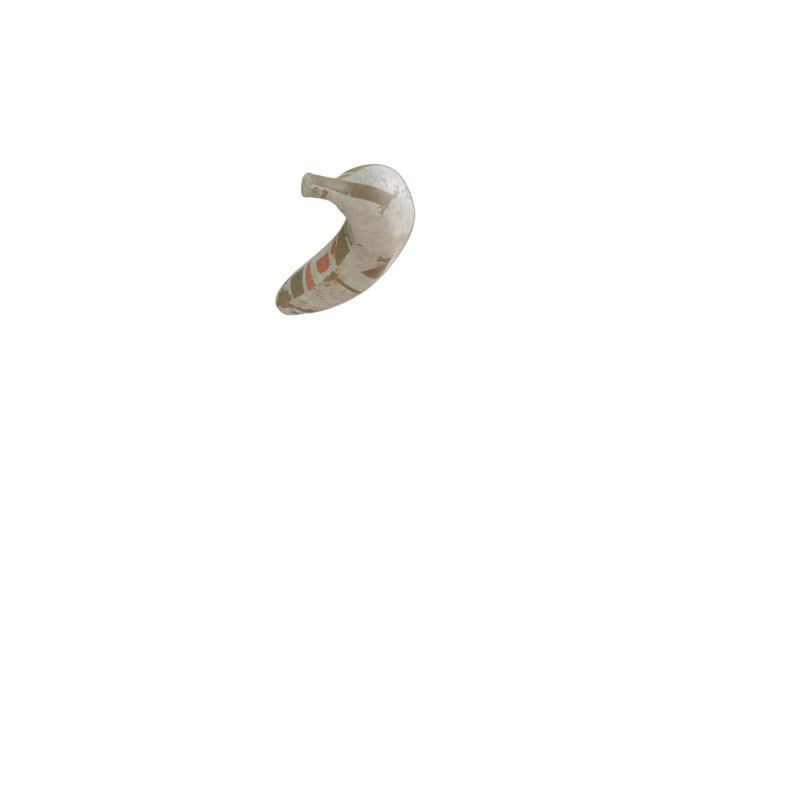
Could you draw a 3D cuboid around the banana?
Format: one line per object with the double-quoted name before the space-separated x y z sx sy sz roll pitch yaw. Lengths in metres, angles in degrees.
"banana" -0.031 -0.091 0.634 0.069 0.038 0.191 2 -16 -9
